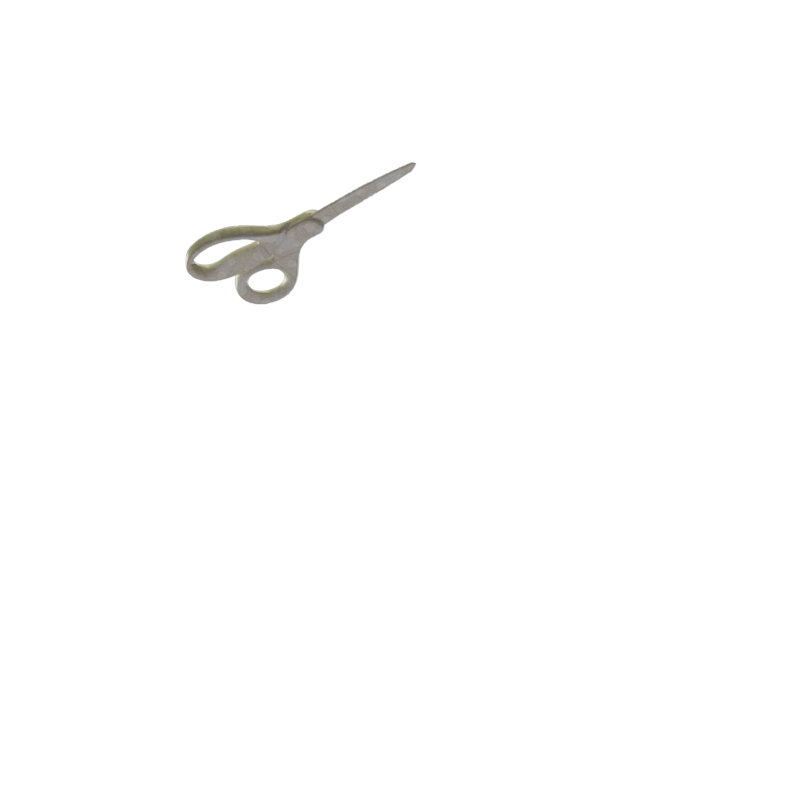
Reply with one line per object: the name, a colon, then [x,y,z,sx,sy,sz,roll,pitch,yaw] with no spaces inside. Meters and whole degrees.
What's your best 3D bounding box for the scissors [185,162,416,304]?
scissors: [-0.065,-0.119,0.834,0.204,0.017,0.089,-14,-37,20]
